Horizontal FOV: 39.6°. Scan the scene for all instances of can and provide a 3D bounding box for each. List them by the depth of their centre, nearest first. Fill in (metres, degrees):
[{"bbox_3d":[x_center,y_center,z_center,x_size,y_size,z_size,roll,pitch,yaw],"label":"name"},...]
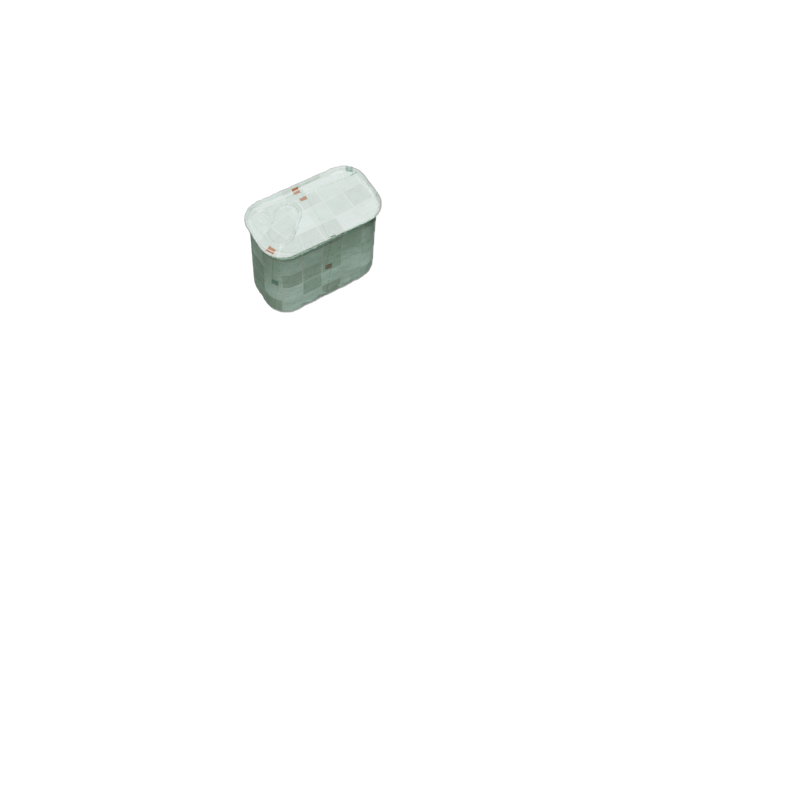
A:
[{"bbox_3d":[-0.068,-0.123,0.864,0.102,0.061,0.079,-27,-26,-17],"label":"can"}]
